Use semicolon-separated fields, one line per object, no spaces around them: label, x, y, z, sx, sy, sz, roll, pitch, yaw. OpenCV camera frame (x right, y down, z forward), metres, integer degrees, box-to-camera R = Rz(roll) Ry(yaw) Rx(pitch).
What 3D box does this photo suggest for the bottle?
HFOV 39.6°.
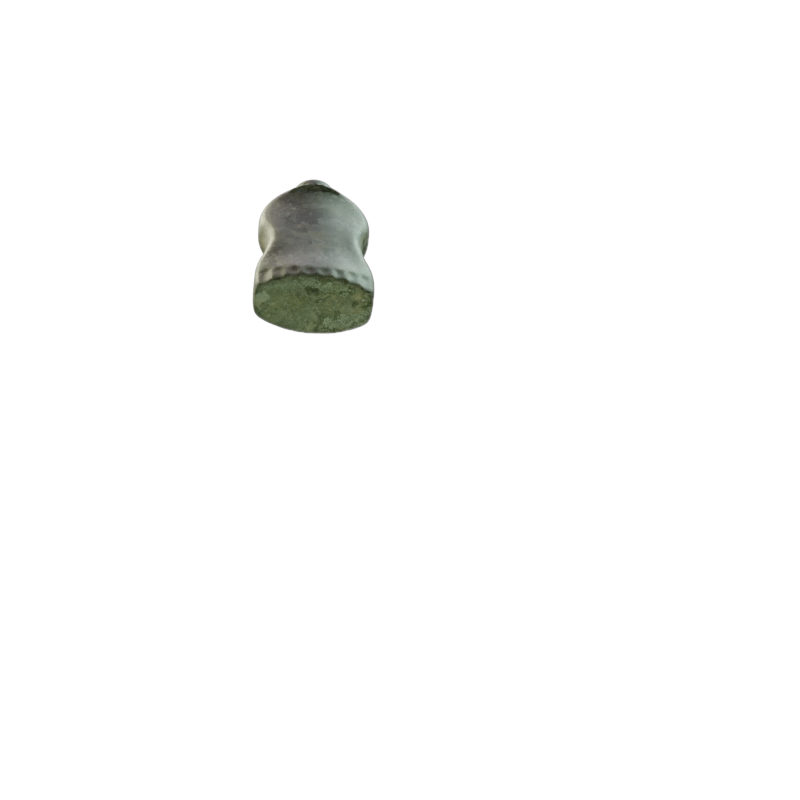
bottle;-0.074;-0.135;0.949;0.095;0.055;0.205;1;38;-5
